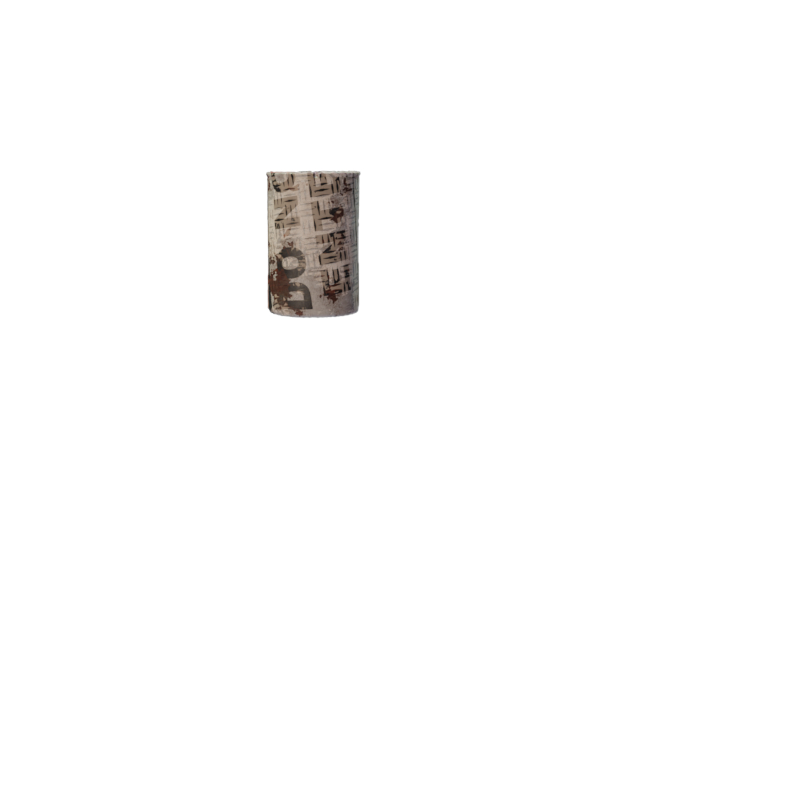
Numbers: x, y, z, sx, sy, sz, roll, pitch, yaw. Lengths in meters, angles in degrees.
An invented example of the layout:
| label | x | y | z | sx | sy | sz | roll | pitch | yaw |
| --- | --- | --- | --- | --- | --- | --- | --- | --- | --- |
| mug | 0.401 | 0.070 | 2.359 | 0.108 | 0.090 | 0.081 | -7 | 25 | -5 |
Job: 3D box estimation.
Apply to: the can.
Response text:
| label | x | y | z | sx | sy | sz | roll | pitch | yaw |
| --- | --- | --- | --- | --- | --- | --- | --- | --- | --- |
| can | -0.063 | -0.114 | 0.802 | 0.068 | 0.101 | 0.070 | 0 | 7 | -2 |
